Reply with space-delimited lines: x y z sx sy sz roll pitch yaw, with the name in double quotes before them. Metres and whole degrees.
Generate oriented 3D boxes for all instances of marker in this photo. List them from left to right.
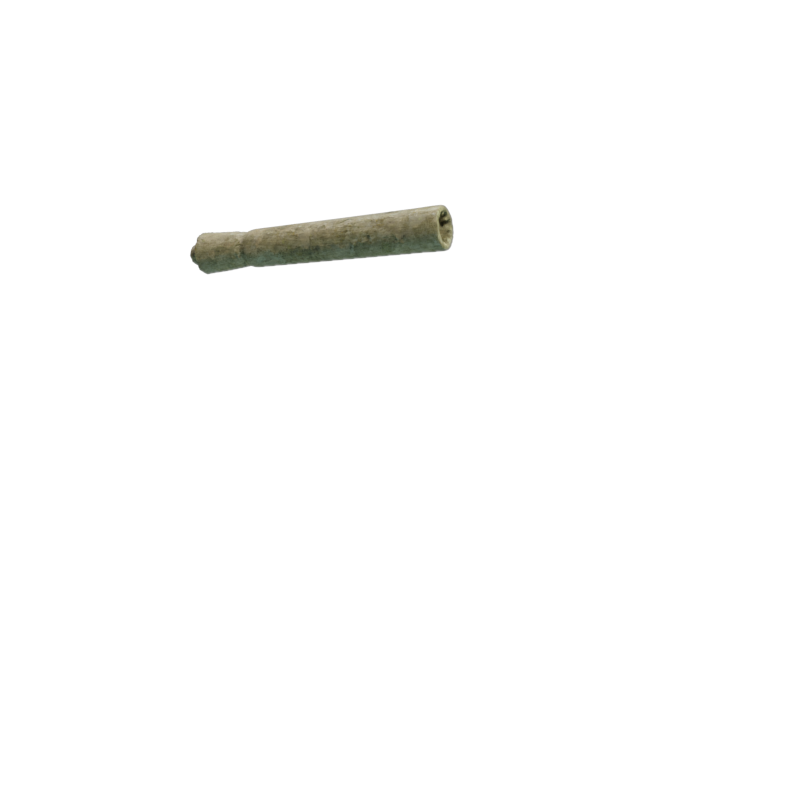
"marker" -0.037 -0.067 0.472 0.124 0.020 0.019 -2 3 27
